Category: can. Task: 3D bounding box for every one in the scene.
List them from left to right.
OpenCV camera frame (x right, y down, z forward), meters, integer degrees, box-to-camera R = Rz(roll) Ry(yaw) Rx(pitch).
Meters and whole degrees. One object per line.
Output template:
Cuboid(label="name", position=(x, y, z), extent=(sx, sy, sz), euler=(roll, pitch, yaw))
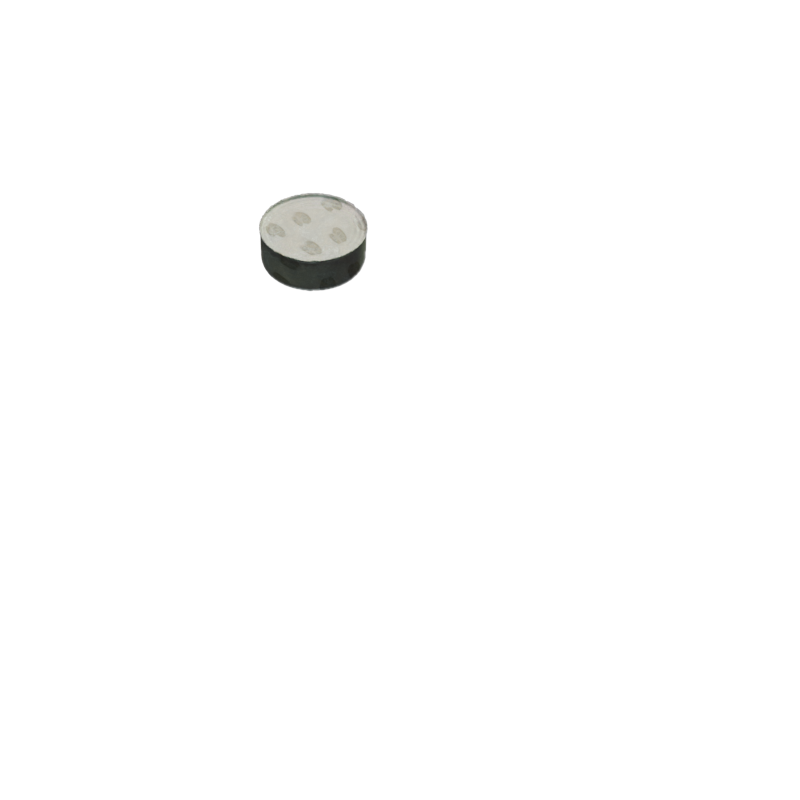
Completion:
Cuboid(label="can", position=(-0.069, -0.126, 0.884), extent=(0.086, 0.031, 0.092), euler=(-1, 44, -1))
